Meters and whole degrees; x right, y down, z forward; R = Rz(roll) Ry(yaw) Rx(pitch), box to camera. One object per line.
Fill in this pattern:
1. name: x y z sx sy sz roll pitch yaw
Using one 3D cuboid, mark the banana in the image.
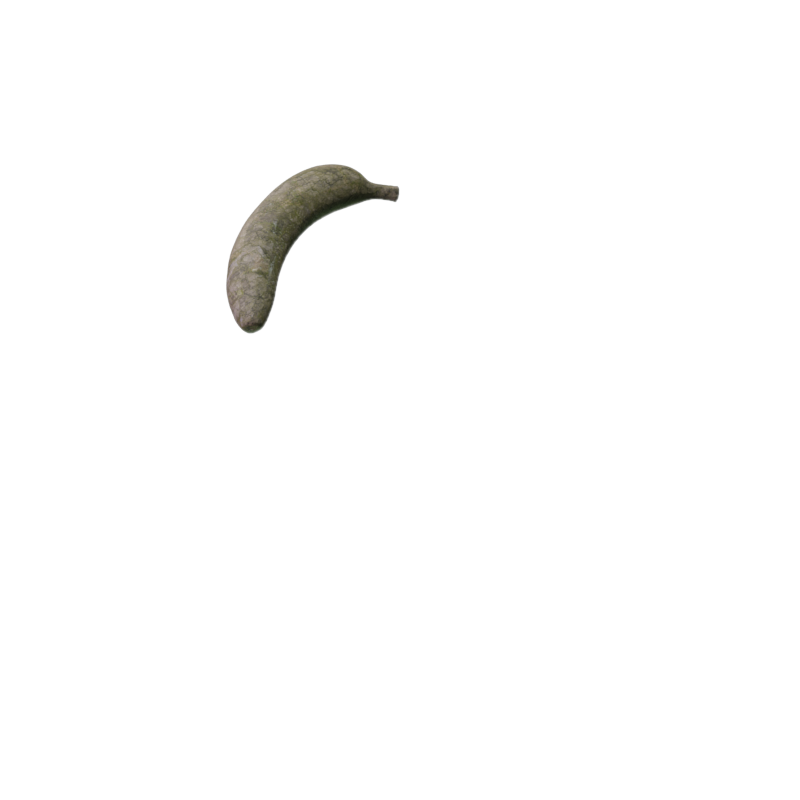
1. banana: -0.075 -0.120 0.787 0.073 0.034 0.203 21 46 21
